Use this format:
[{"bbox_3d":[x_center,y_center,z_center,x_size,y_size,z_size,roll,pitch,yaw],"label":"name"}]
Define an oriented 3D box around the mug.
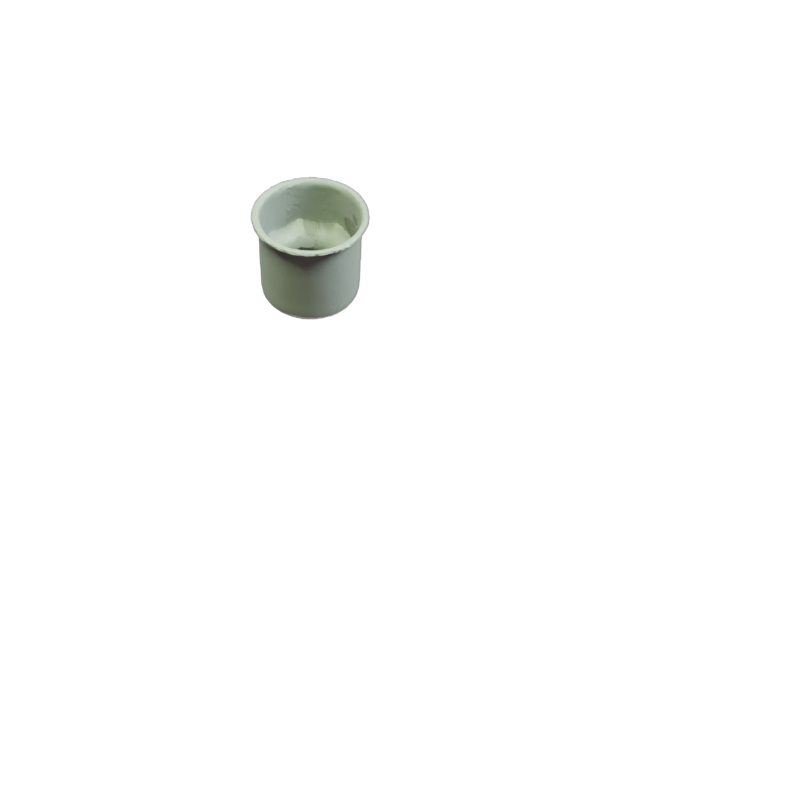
[{"bbox_3d":[-0.071,-0.129,0.901,0.094,0.124,0.076,8,-43,5],"label":"mug"}]
